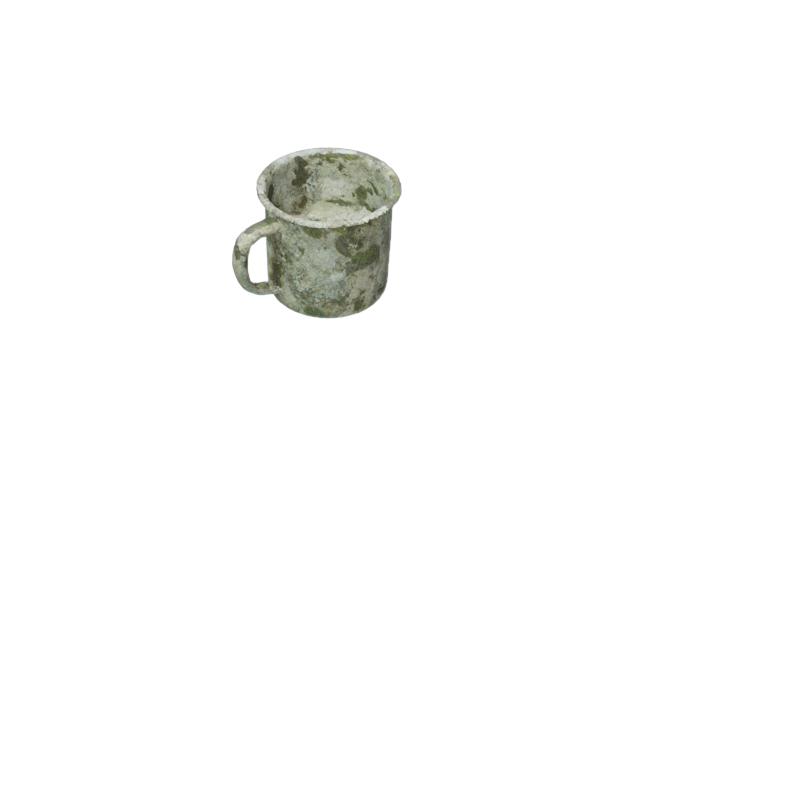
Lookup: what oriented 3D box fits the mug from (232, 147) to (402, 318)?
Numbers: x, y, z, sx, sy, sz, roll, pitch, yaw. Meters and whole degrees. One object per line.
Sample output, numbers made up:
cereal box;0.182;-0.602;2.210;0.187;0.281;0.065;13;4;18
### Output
mug;-0.057;-0.104;0.725;0.116;0.076;0.100;-26;47;-28
